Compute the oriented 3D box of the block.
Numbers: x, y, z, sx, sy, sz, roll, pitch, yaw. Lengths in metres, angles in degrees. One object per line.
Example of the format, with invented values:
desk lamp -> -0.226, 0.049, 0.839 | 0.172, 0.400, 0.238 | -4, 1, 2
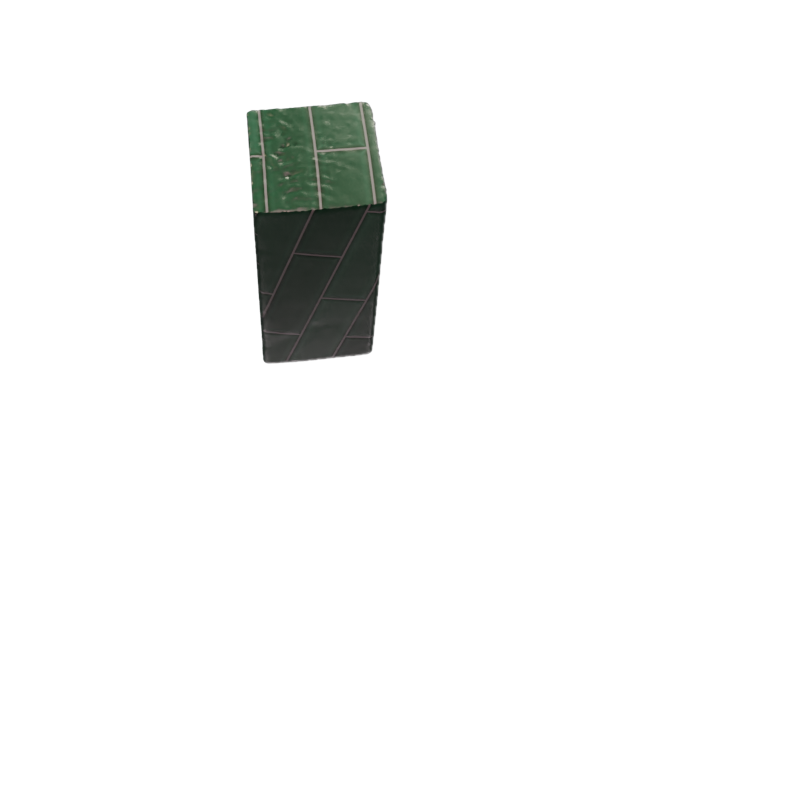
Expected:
block -> -0.064, -0.118, 0.829 | 0.090, 0.097, 0.194 | -4, -29, -6
